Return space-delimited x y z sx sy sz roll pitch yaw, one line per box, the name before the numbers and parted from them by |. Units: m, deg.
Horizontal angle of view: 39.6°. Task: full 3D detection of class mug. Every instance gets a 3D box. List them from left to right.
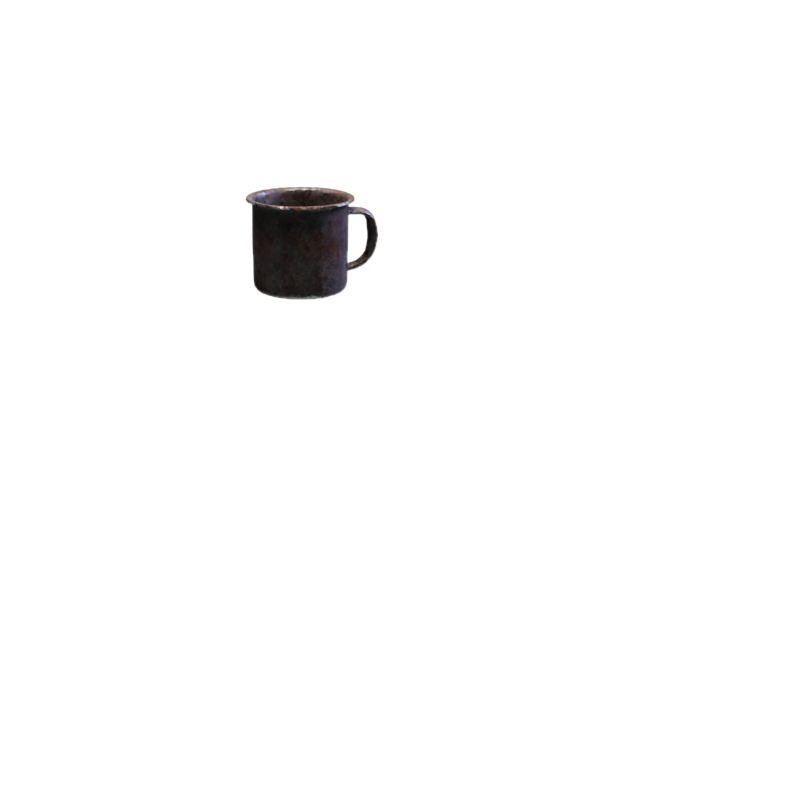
mug | -0.075 -0.137 0.956 0.115 0.079 0.099 -7 20 -22
